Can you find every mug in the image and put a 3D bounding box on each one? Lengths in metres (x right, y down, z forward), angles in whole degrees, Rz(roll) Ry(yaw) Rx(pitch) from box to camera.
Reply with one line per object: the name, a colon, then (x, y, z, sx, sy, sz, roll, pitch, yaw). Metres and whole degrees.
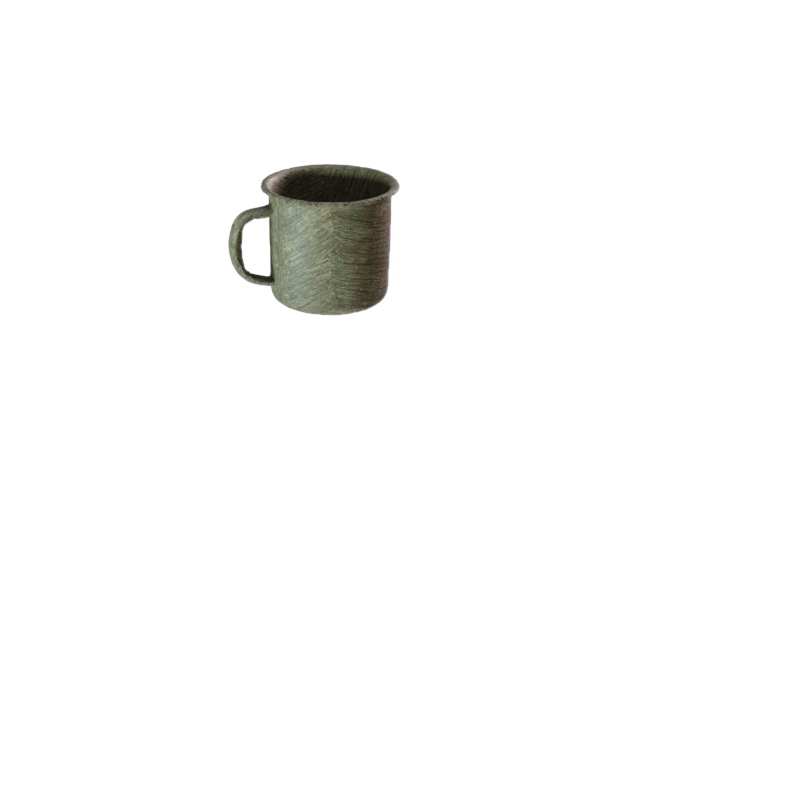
mug: (-0.059, -0.107, 0.751, 0.115, 0.078, 0.100, -10, 27, -21)
